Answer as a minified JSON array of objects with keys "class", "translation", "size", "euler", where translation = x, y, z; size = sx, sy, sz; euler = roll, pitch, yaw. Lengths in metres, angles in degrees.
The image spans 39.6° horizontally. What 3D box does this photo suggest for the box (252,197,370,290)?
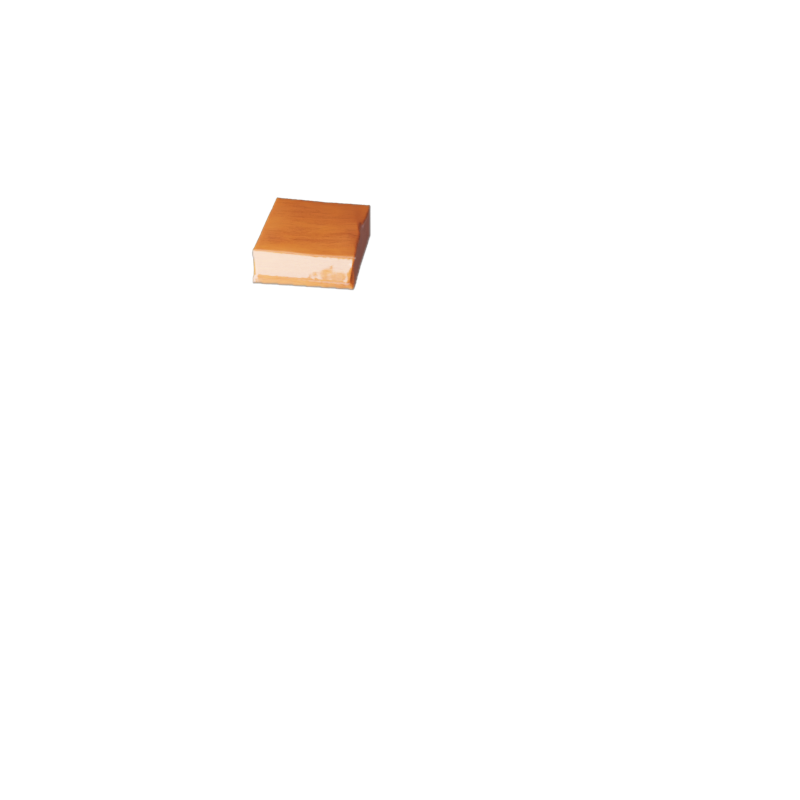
[{"class":"box","translation":[-0.063,-0.114,0.802],"size":[0.074,0.028,0.094],"euler":[5,33,7]}]
